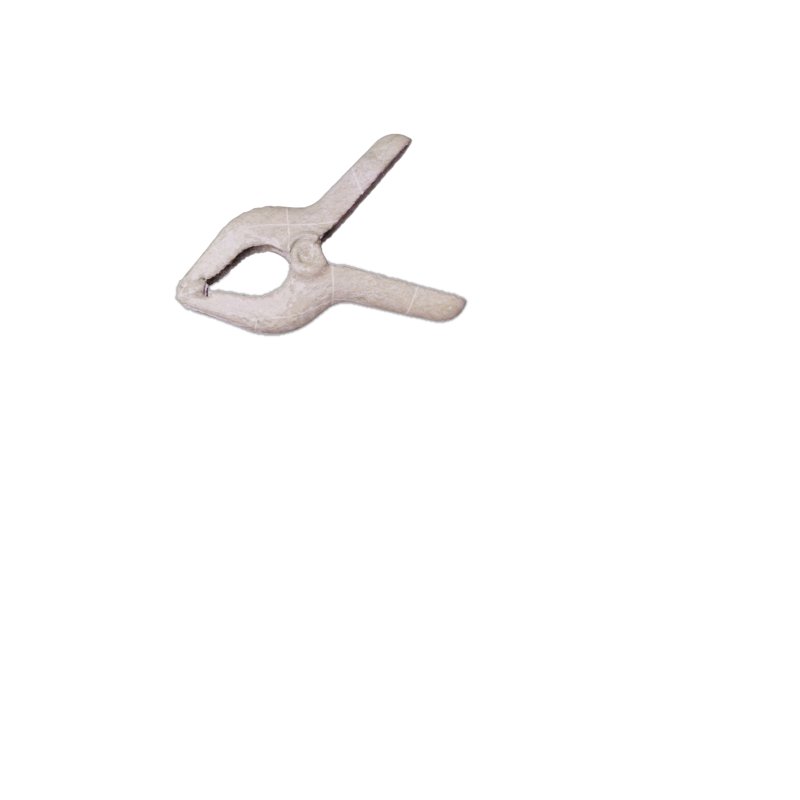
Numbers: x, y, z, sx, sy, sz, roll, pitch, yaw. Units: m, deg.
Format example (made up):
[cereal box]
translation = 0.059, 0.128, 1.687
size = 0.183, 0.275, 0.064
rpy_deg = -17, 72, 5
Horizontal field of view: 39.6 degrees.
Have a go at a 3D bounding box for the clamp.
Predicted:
[clamp]
translation = -0.053, -0.097, 0.677
size = 0.171, 0.126, 0.038
rpy_deg = -8, -18, -3
